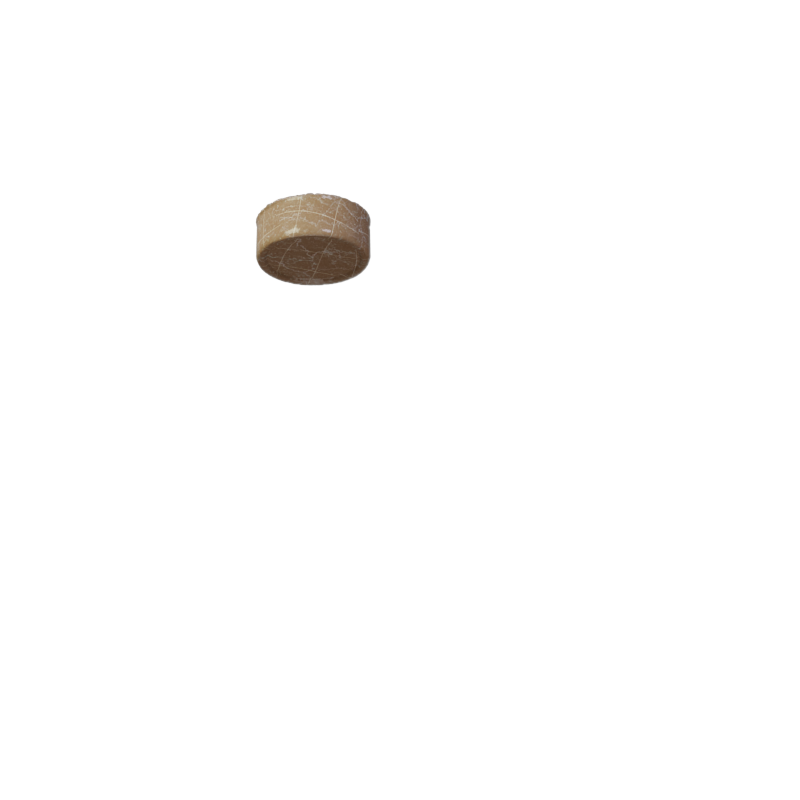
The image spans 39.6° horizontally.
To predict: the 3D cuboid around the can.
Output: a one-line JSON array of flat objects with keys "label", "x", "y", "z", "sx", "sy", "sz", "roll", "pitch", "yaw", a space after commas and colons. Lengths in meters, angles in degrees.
[{"label": "can", "x": -0.064, "y": -0.117, "z": 0.821, "sx": 0.086, "sy": 0.035, "sz": 0.081, "roll": 0, "pitch": -22, "yaw": -2}]
